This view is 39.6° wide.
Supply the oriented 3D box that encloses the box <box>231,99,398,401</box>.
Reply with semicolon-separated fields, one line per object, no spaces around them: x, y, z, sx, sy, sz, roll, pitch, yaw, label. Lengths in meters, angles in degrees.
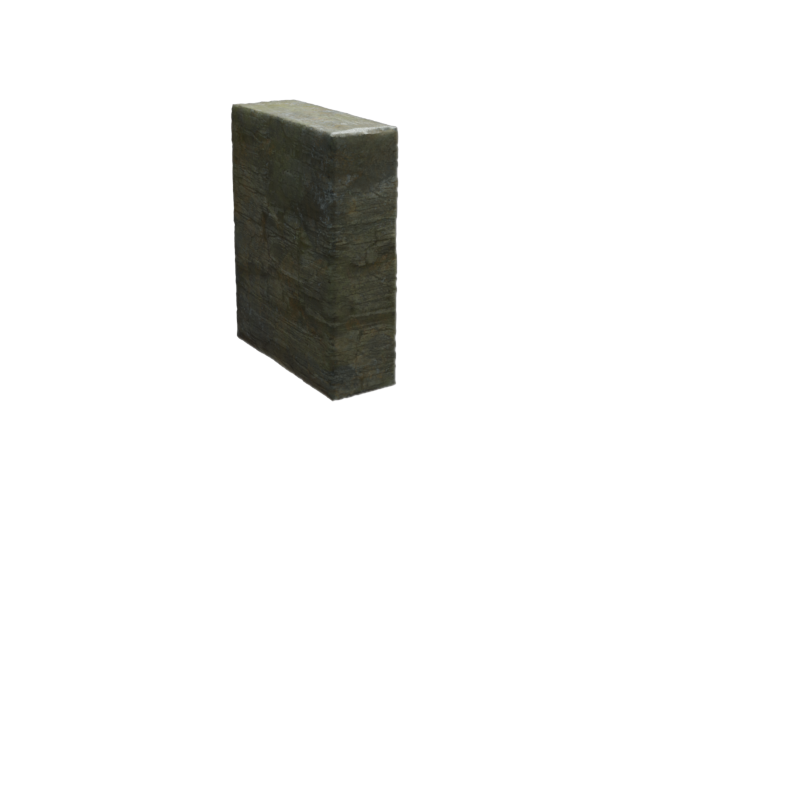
-0.071;-0.130;0.913;0.070;0.205;0.175;-10;22;-32;box
